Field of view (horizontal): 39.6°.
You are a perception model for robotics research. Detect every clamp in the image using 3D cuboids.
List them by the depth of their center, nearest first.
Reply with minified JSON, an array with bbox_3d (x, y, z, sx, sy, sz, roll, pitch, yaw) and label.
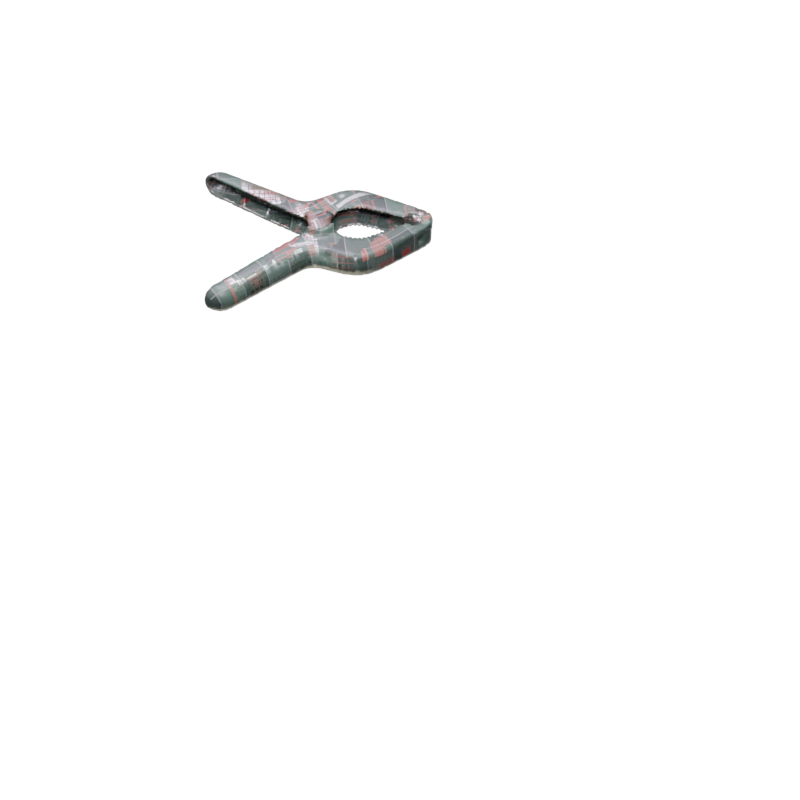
[{"bbox_3d":[-0.077,-0.140,0.981,0.210,0.176,0.034,1,-41,1],"label":"clamp"}]
